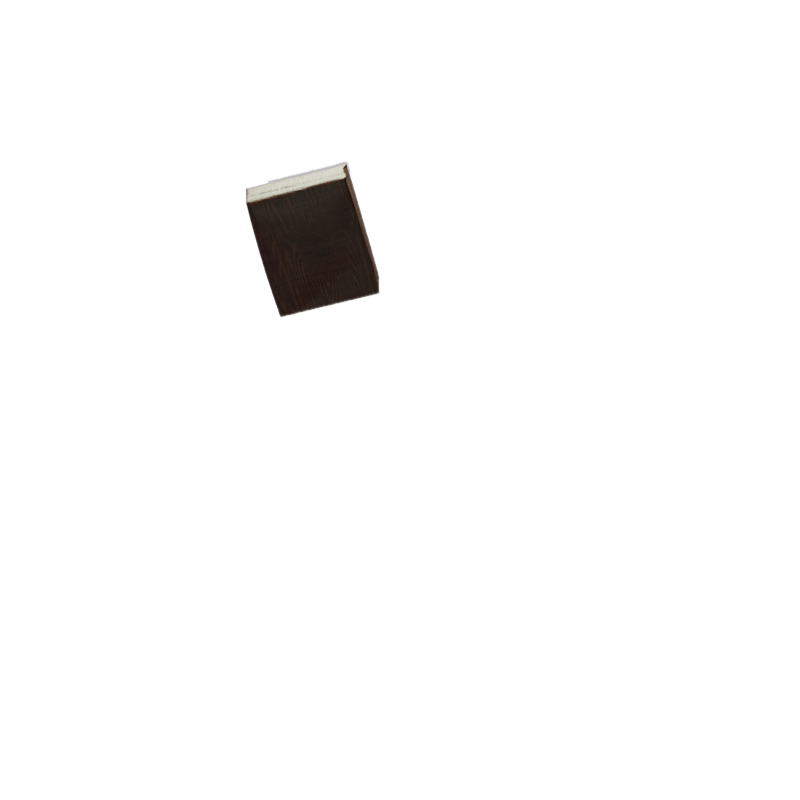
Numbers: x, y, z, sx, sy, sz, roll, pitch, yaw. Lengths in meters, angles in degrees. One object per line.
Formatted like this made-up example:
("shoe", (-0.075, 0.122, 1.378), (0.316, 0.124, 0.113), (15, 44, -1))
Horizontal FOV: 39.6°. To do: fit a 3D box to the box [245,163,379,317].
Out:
("box", (-0.073, -0.133, 0.933), (0.090, 0.107, 0.041), (-13, 26, 6))
